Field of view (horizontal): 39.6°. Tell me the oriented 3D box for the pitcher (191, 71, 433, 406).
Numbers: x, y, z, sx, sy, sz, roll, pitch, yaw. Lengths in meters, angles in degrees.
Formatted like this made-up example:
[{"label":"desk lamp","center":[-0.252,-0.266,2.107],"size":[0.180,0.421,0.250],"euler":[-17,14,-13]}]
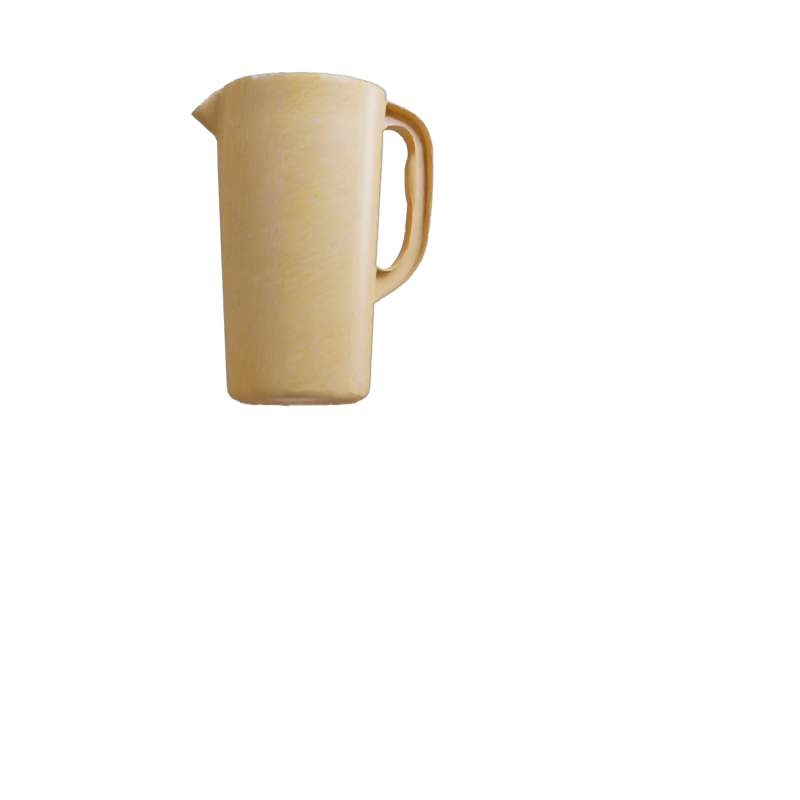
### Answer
[{"label":"pitcher","center":[-0.066,-0.120,0.844],"size":[0.154,0.246,0.139],"euler":[-2,-4,27]}]
